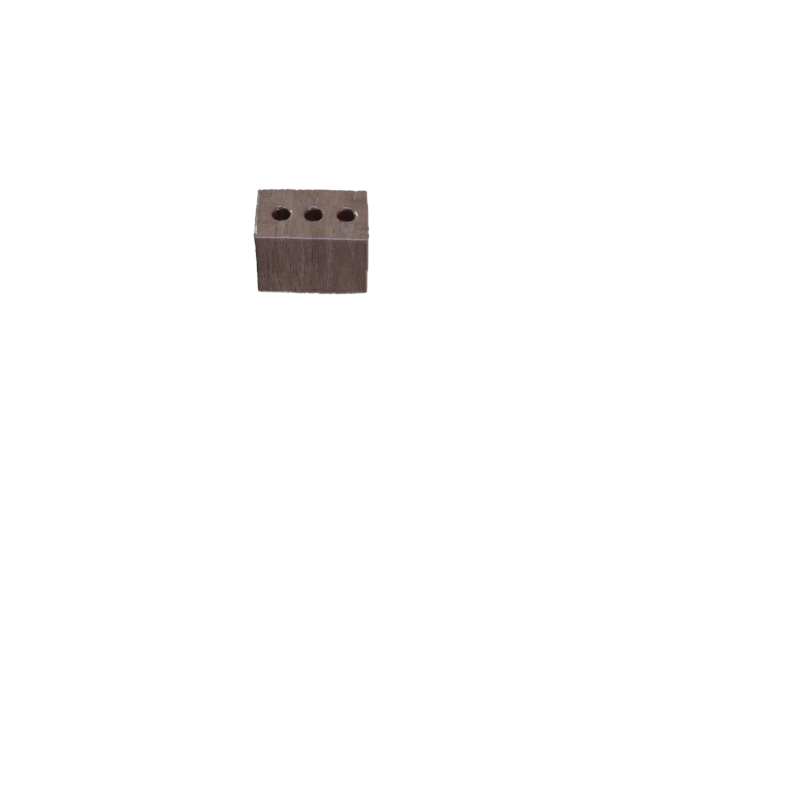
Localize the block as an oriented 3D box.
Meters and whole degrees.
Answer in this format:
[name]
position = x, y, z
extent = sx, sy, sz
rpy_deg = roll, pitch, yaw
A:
[block]
position = -0.059, -0.108, 0.759
extent = 0.078, 0.057, 0.048
rpy_deg = 0, -45, -1
